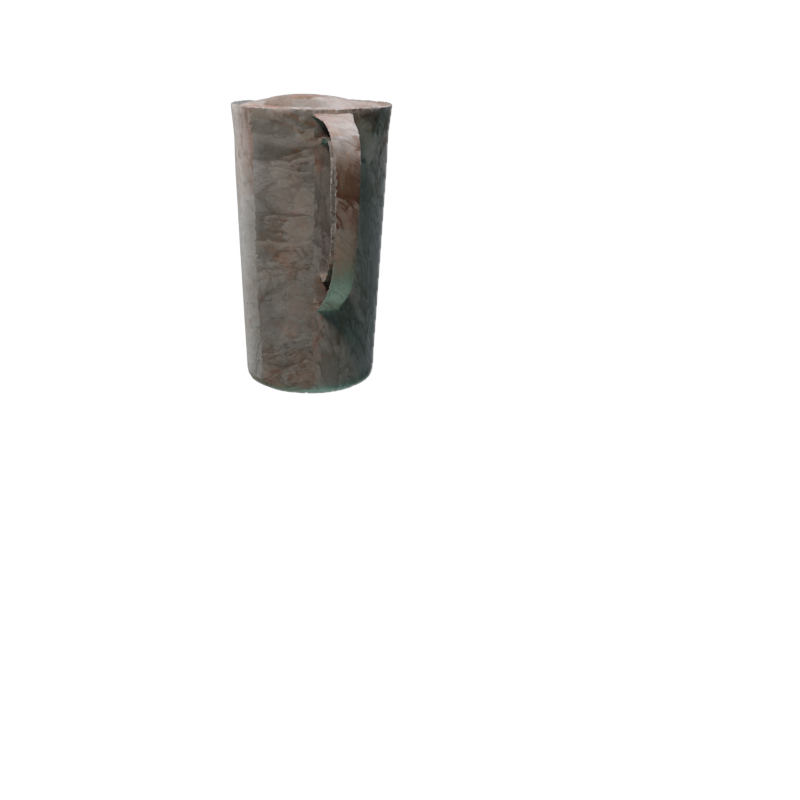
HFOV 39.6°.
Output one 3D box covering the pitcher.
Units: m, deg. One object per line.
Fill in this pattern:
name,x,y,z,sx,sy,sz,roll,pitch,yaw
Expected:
pitcher,-0.072,-0.132,0.924,0.150,0.237,0.148,7,14,25
